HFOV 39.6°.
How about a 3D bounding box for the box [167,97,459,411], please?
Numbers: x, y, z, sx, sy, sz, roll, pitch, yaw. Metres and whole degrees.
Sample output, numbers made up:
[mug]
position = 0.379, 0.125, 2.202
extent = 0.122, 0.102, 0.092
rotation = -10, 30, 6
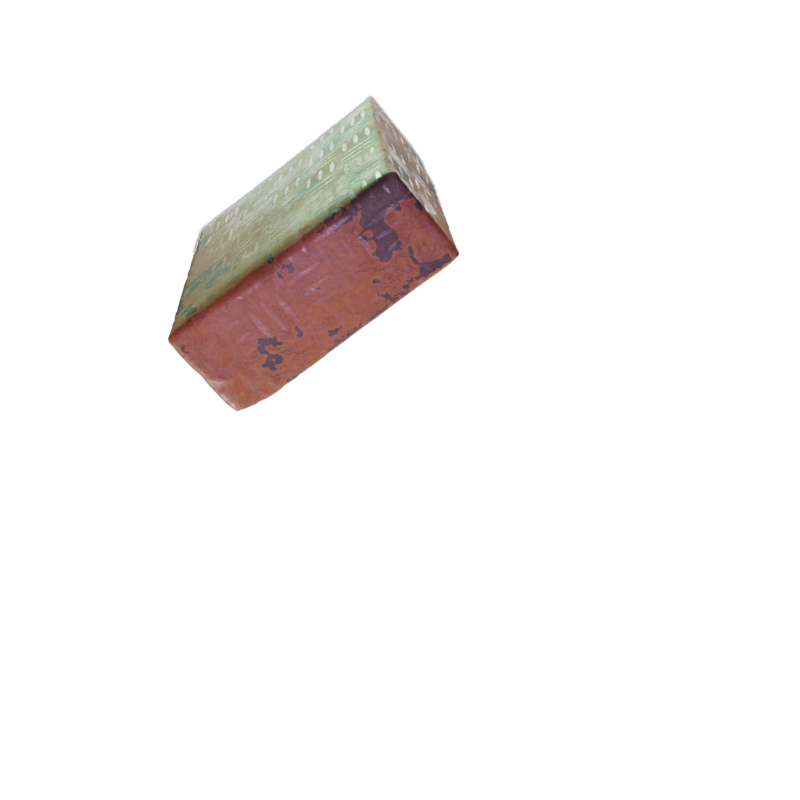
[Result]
[box]
position = -0.056, -0.103, 0.720
extent = 0.163, 0.069, 0.225
rotation = -35, 22, 11
